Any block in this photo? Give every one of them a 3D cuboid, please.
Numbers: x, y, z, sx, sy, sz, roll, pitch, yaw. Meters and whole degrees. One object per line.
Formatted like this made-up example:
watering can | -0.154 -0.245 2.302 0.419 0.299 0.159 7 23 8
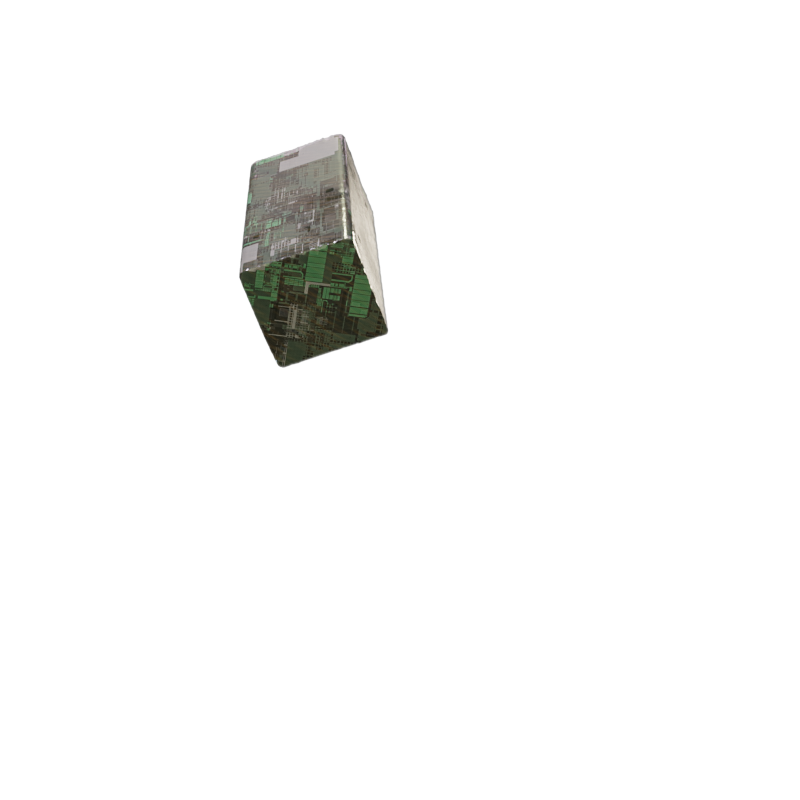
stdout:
block | -0.072 -0.130 0.908 0.091 0.084 0.219 -18 32 7
